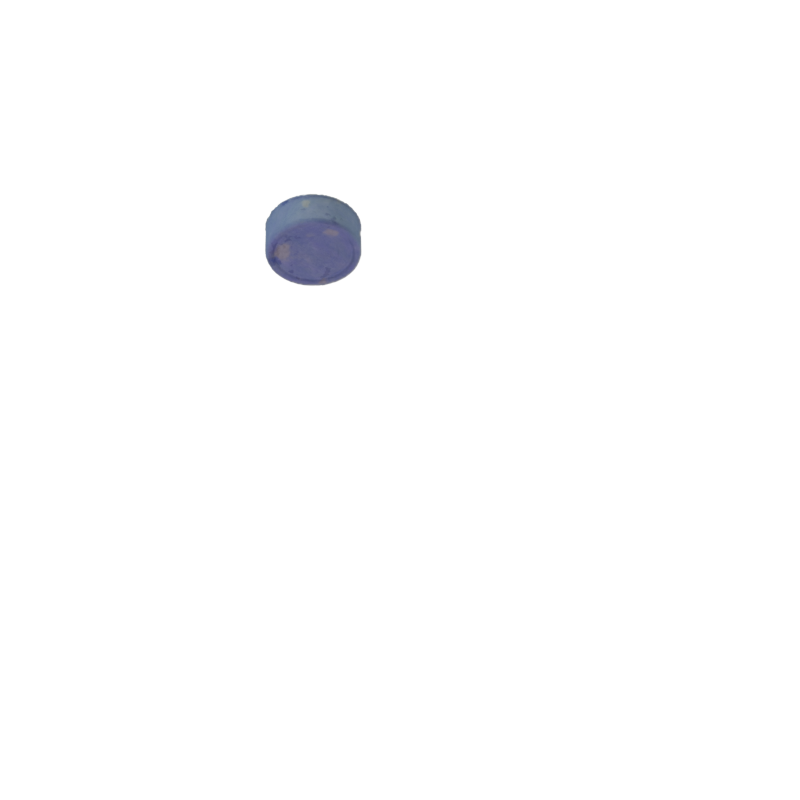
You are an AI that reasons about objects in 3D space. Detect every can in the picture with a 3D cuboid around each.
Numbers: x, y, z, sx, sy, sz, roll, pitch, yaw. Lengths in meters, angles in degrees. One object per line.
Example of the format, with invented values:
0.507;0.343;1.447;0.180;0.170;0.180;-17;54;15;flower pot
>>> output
-0.077;-0.140;0.979;0.086;0.036;0.080;1;-39;-2;can
